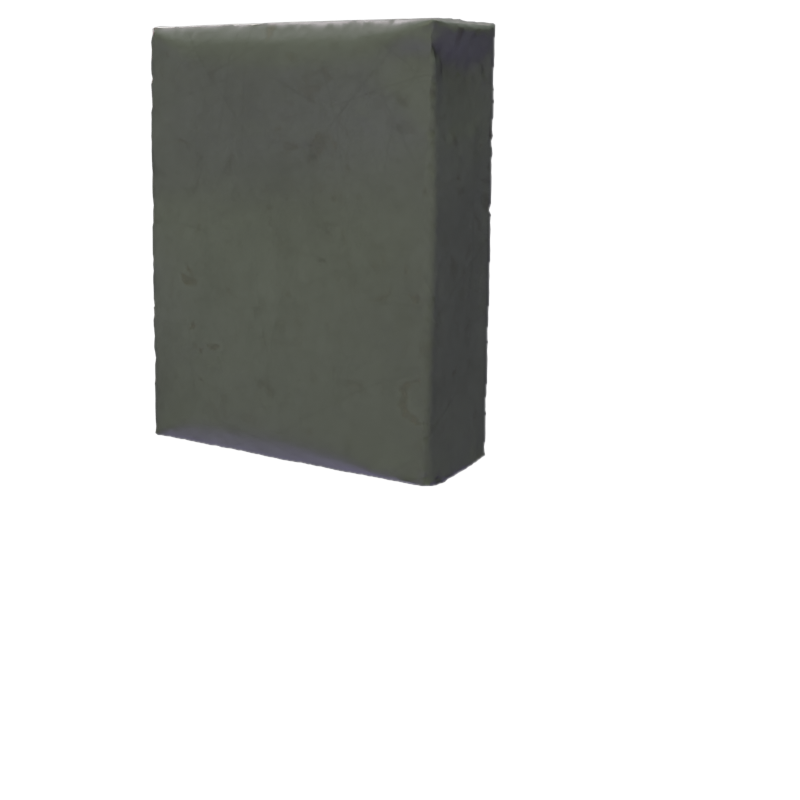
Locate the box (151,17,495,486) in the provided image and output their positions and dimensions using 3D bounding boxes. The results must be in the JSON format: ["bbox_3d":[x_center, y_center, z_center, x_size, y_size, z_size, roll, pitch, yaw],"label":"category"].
[{"bbox_3d":[-0.043,-0.078,0.549,0.171,0.209,0.070,7,11,31],"label":"box"}]
